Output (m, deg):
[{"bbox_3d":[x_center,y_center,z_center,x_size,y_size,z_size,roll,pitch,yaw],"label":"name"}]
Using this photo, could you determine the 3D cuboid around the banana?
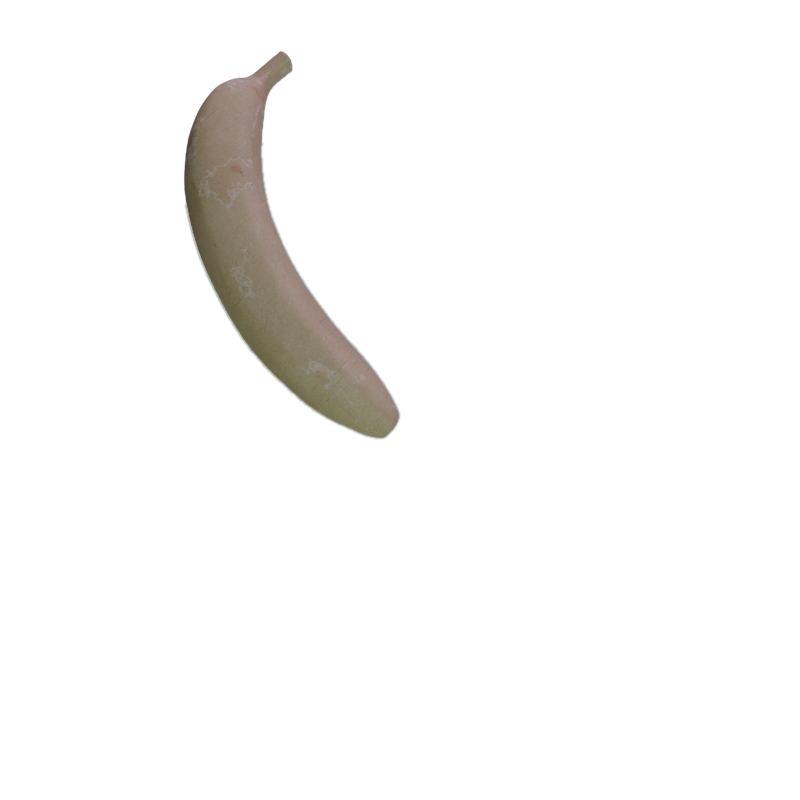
[{"bbox_3d":[-0.059,-0.073,0.516,0.069,0.206,0.035,-15,-15,-5],"label":"banana"}]
